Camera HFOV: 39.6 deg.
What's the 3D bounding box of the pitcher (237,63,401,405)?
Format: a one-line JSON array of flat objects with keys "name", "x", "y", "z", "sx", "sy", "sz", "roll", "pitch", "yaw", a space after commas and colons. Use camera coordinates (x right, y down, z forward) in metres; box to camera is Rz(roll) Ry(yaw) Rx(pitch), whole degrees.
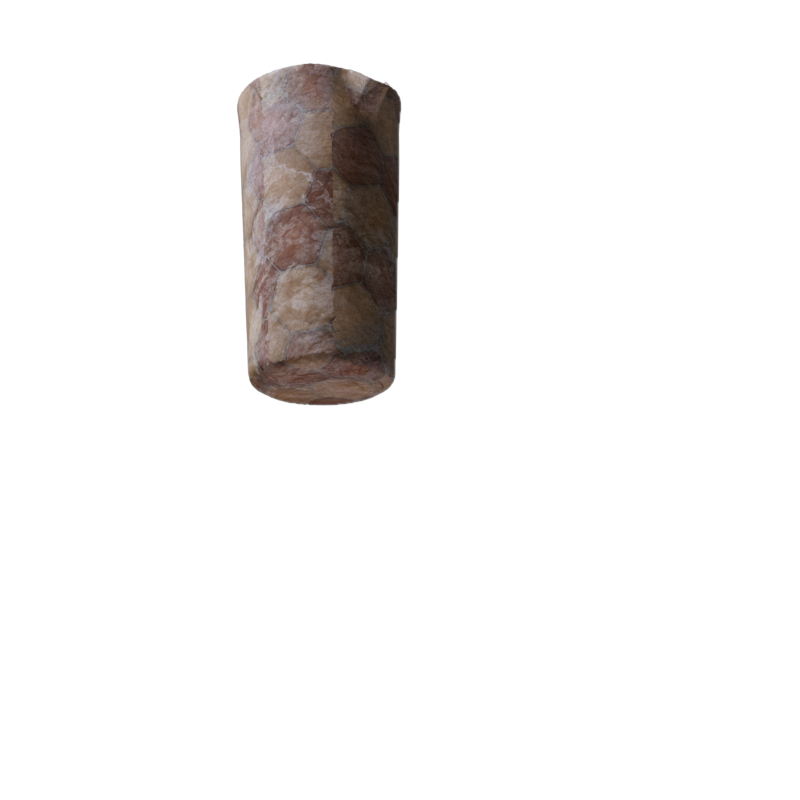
[{"name": "pitcher", "x": -0.067, "y": -0.123, "z": 0.861, "sx": 0.146, "sy": 0.256, "sz": 0.140, "roll": -4, "pitch": -21, "yaw": 7}]
